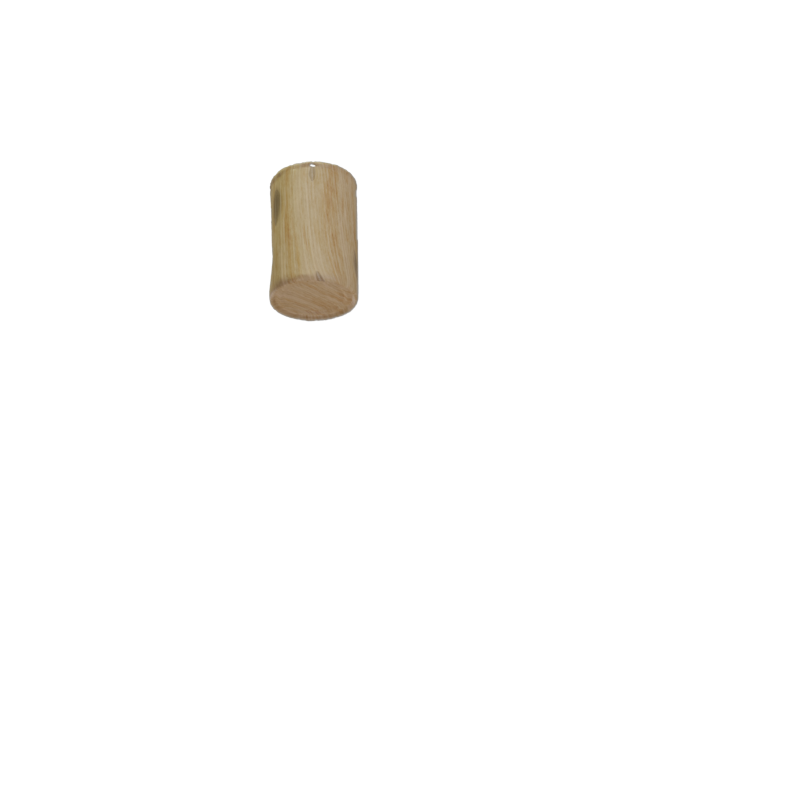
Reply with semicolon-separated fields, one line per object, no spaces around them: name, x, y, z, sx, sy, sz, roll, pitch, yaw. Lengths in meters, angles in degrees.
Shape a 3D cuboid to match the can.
can;-0.065;-0.119;0.836;0.068;0.109;0.064;0;-28;-2
